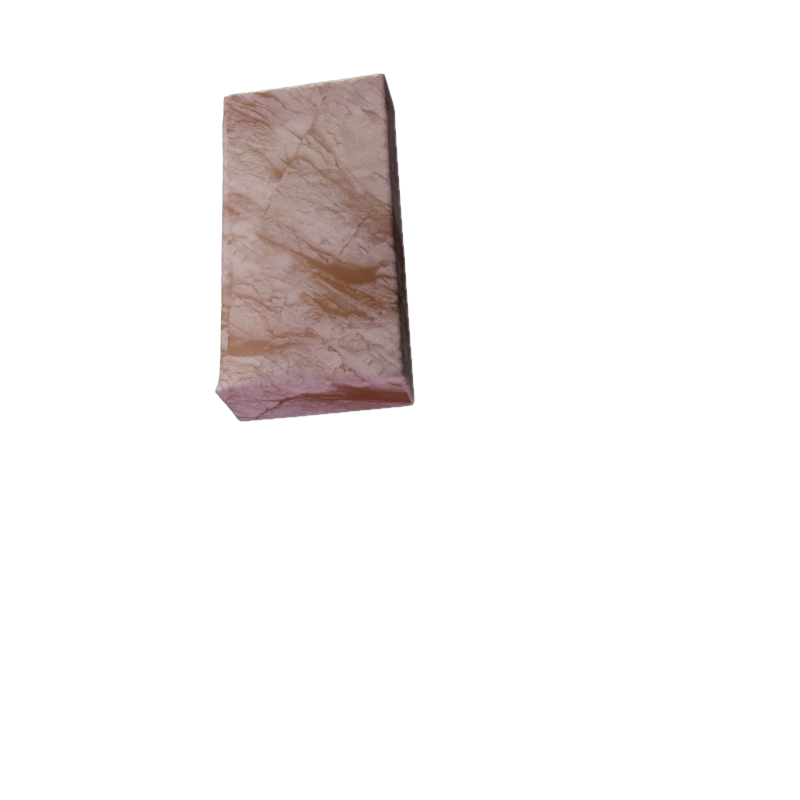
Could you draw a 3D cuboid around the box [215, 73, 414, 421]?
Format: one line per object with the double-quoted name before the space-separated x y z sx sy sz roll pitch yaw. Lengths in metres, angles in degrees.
"box" -0.045 -0.082 0.575 0.094 0.187 0.045 -7 -29 9
